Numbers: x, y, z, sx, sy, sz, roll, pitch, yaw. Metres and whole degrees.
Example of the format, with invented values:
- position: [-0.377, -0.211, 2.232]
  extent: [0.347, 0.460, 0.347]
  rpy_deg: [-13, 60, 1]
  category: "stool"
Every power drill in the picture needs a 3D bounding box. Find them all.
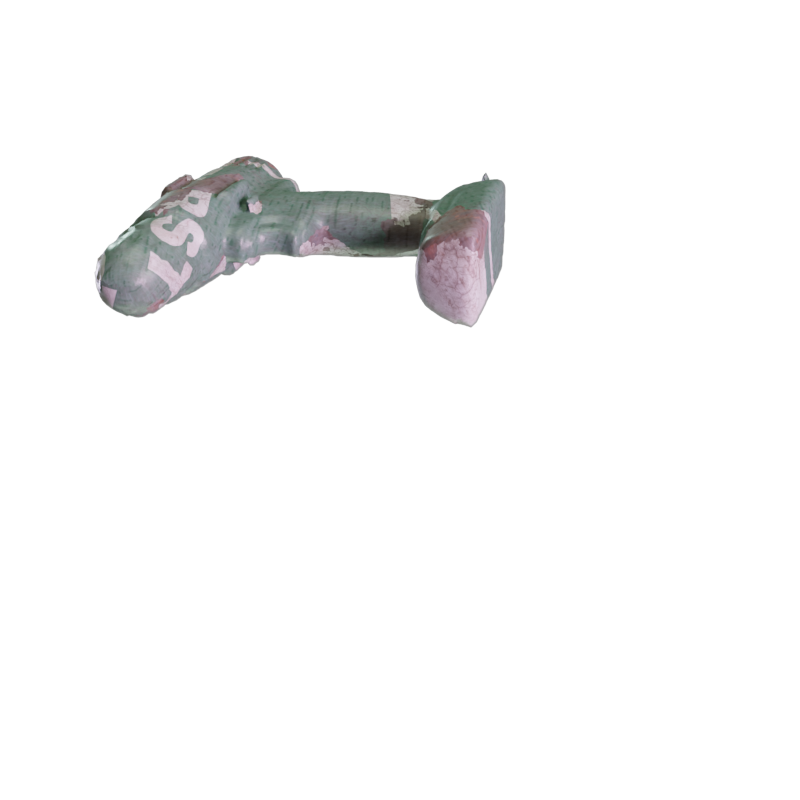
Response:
- position: [-0.046, -0.083, 0.585]
  extent: [0.192, 0.054, 0.190]
  rpy_deg: [8, 29, 15]
  category: "power drill"
